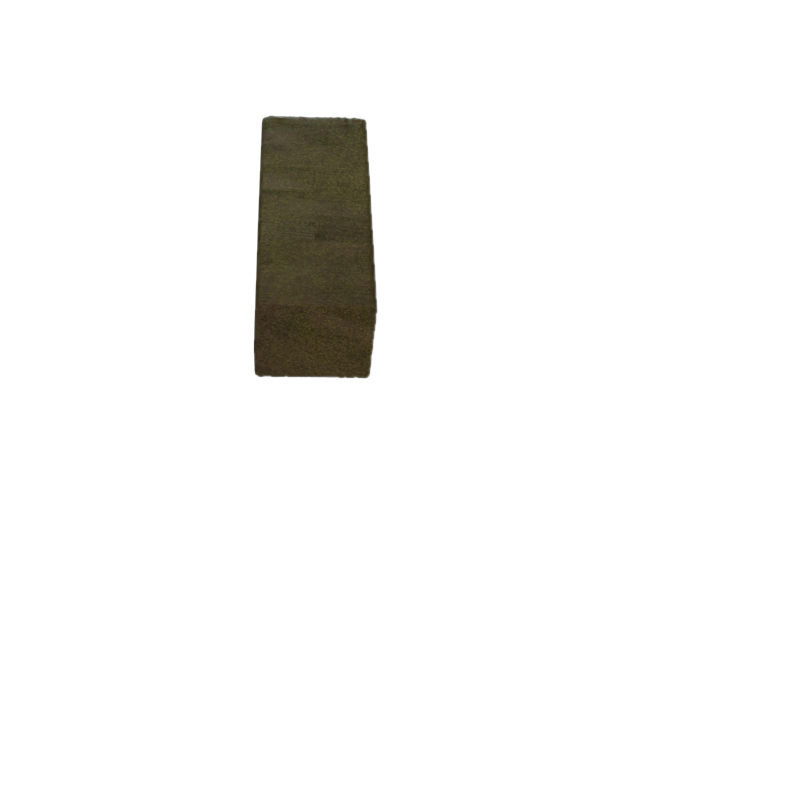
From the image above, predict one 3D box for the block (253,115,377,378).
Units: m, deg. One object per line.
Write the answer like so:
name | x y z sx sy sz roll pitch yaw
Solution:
block | -0.070 -0.128 0.894 0.090 0.221 0.084 1 -39 -4
